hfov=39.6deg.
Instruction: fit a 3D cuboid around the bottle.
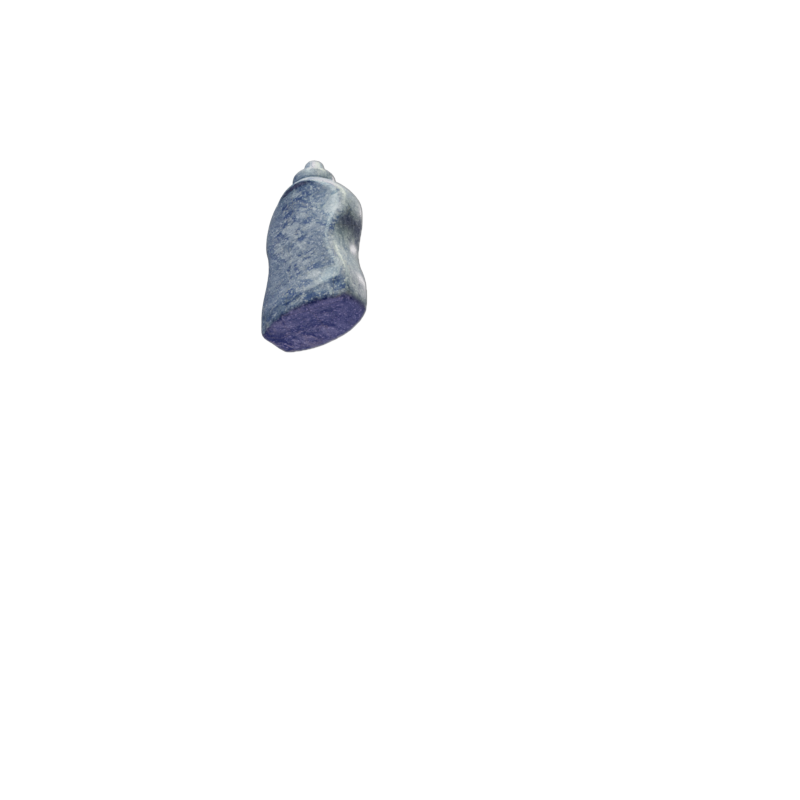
[{"bbox_3d":[-0.077,-0.141,0.989,0.096,0.206,0.054,-28,-44,29],"label":"bottle"}]
